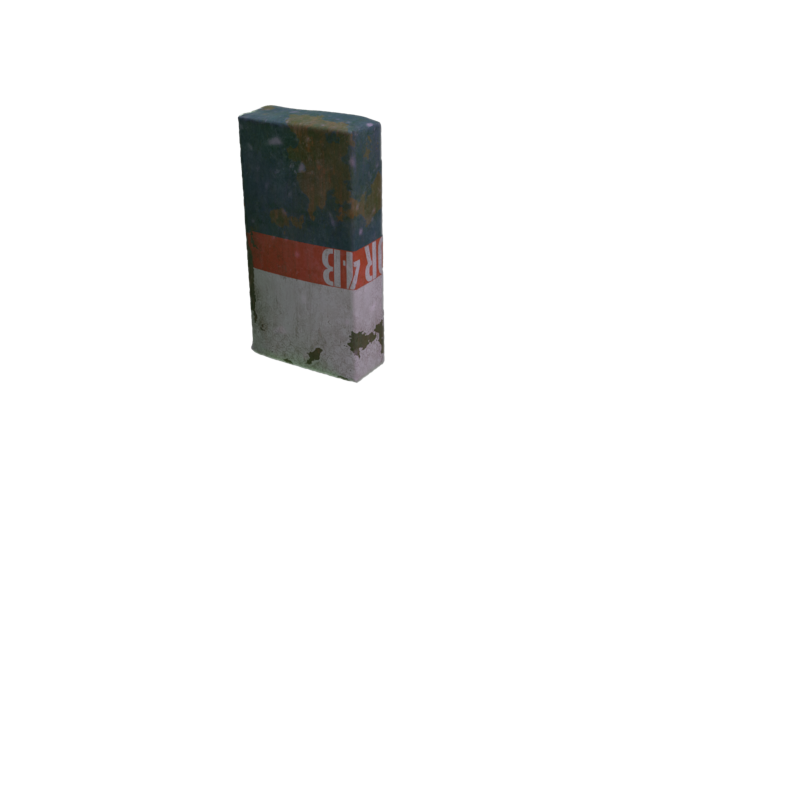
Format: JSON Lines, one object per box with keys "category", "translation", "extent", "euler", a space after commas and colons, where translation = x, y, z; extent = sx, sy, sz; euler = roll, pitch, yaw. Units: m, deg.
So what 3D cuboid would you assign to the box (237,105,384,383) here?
{"category": "box", "translation": [-0.059, -0.108, 0.755], "extent": [0.098, 0.169, 0.048], "euler": [14, 24, 30]}
